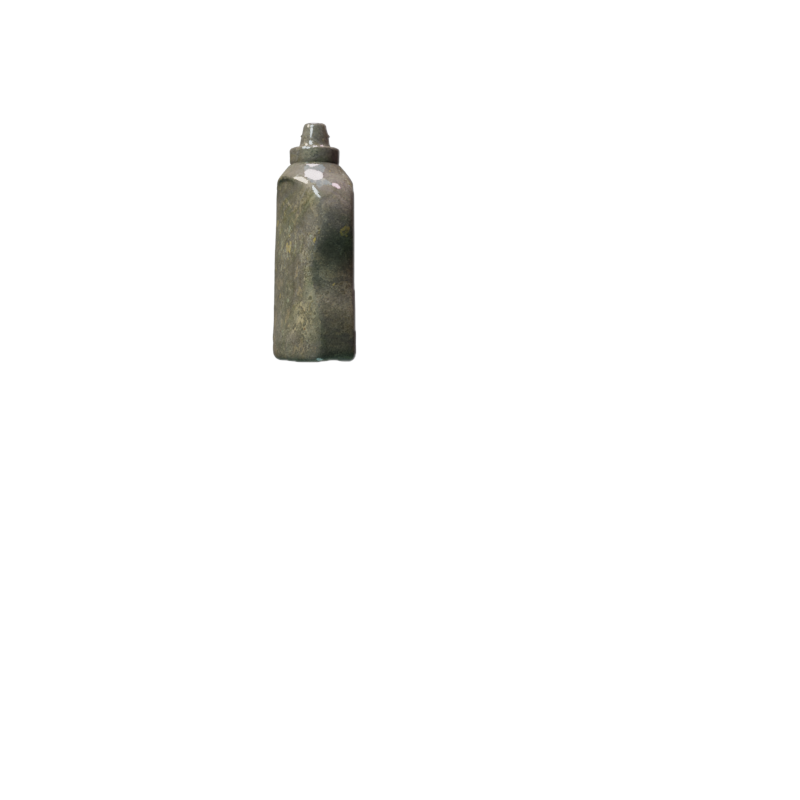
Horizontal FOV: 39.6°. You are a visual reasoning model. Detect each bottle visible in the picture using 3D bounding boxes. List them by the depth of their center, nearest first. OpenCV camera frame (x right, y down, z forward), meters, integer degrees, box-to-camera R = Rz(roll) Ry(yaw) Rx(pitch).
[{"bbox_3d":[-0.070,-0.128,0.896,0.057,0.193,0.098,1,-2,-24],"label":"bottle"}]
